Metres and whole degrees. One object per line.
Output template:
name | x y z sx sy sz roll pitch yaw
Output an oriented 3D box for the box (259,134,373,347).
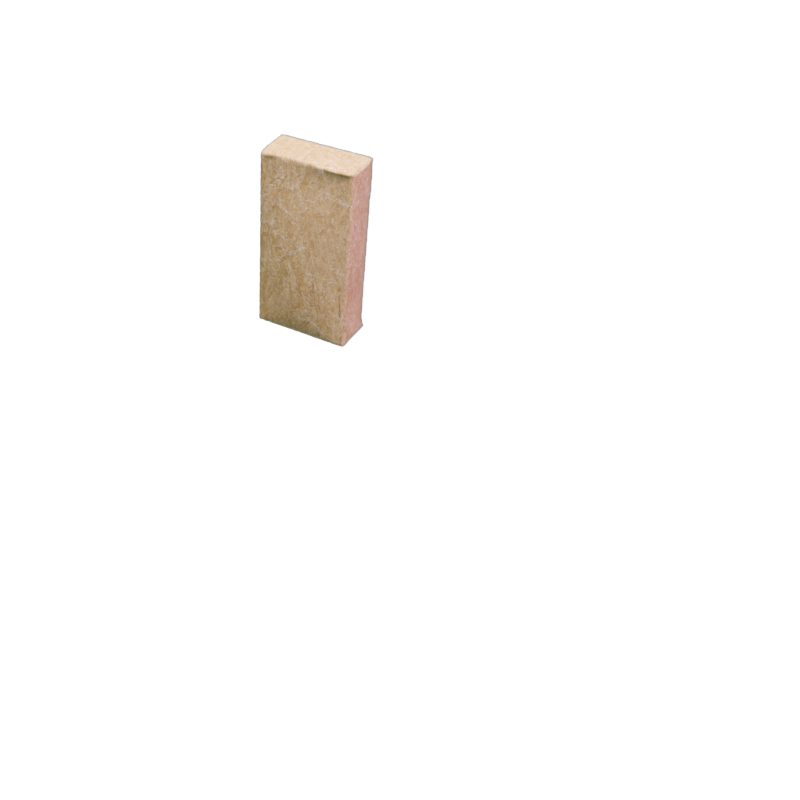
box | -0.077 -0.141 0.986 0.097 0.165 0.049 19 38 21
